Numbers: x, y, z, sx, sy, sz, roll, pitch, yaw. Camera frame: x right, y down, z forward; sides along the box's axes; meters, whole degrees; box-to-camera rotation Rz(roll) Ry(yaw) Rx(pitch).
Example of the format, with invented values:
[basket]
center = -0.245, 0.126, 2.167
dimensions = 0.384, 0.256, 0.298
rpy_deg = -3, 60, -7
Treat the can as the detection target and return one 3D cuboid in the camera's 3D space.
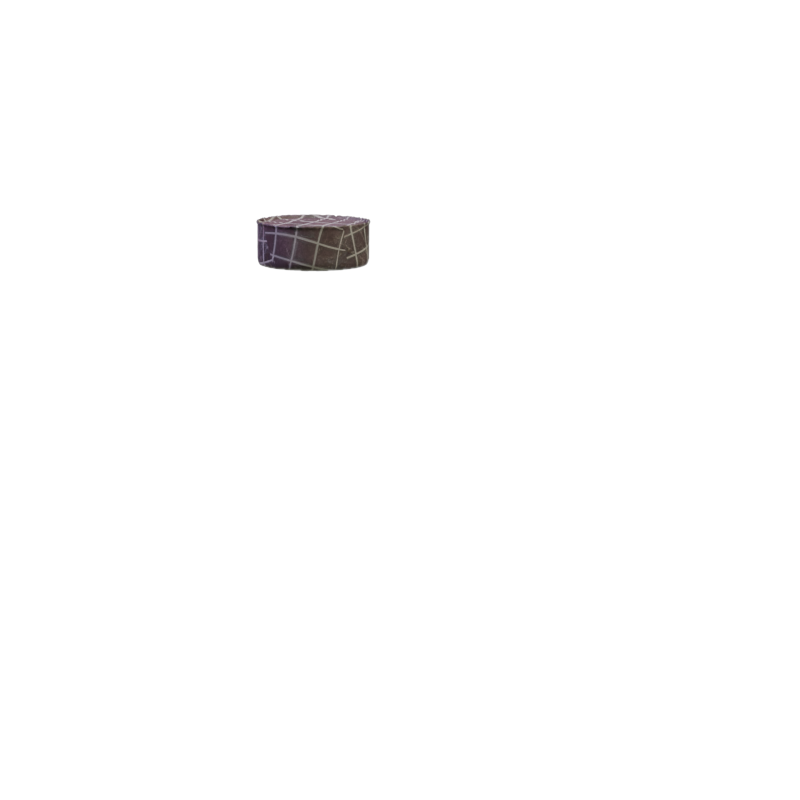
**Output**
[can]
center = -0.065, -0.119, 0.836
dimensions = 0.086, 0.033, 0.088
rpy_deg = 0, 14, -2
